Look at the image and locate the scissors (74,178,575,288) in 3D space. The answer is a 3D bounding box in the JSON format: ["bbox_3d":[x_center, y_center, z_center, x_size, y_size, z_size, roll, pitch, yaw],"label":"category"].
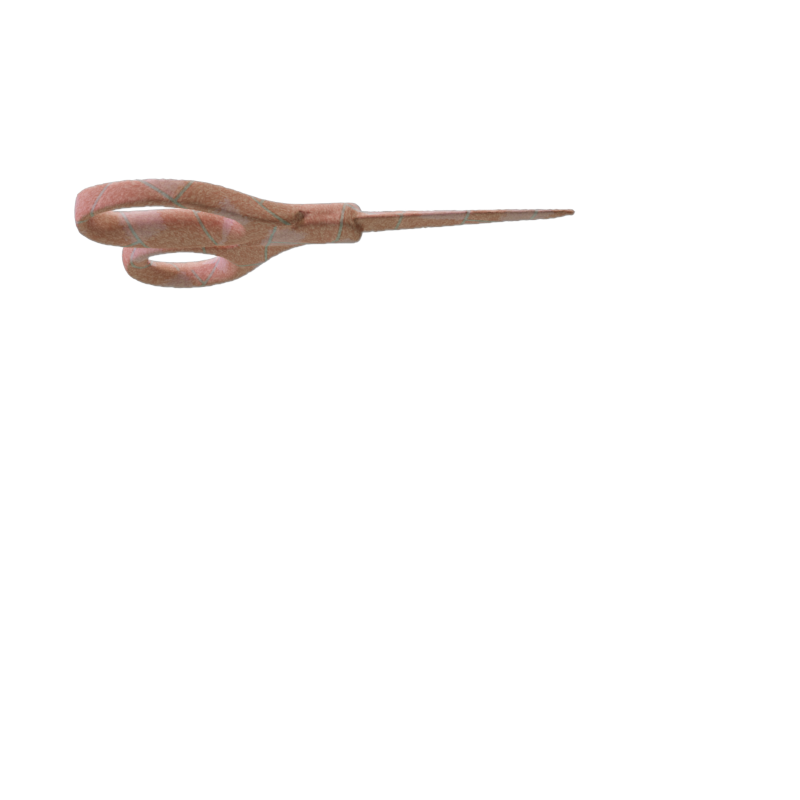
[{"bbox_3d":[-0.037,-0.068,0.479,0.199,0.016,0.093,3,-18,-10],"label":"scissors"}]
